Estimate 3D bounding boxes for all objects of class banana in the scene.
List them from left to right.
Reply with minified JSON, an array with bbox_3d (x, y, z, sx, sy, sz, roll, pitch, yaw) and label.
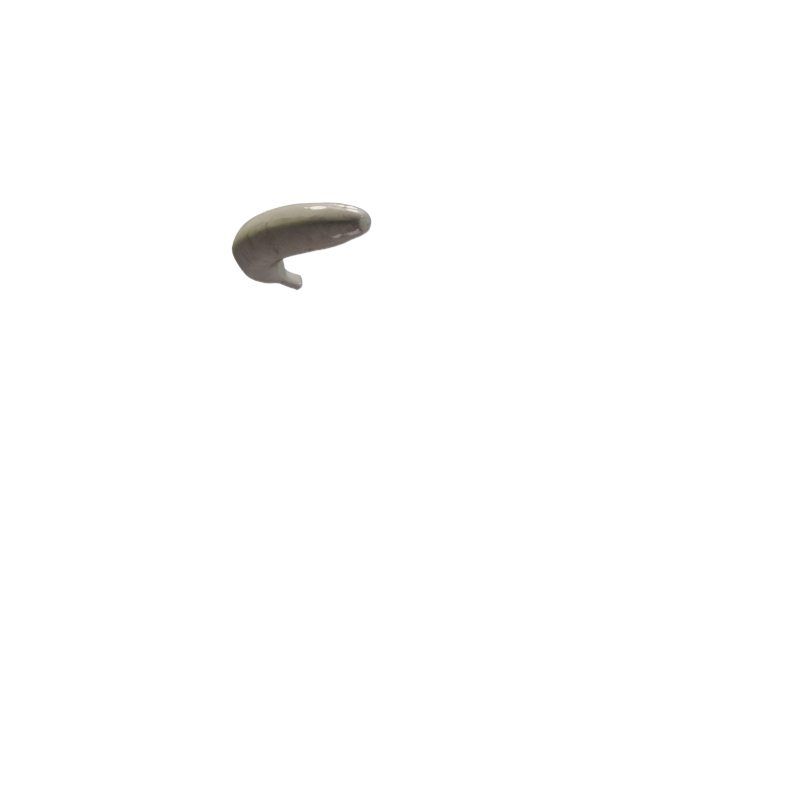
[{"bbox_3d":[-0.081,-0.113,0.793,0.068,0.037,0.198,2,-5,-18],"label":"banana"}]
